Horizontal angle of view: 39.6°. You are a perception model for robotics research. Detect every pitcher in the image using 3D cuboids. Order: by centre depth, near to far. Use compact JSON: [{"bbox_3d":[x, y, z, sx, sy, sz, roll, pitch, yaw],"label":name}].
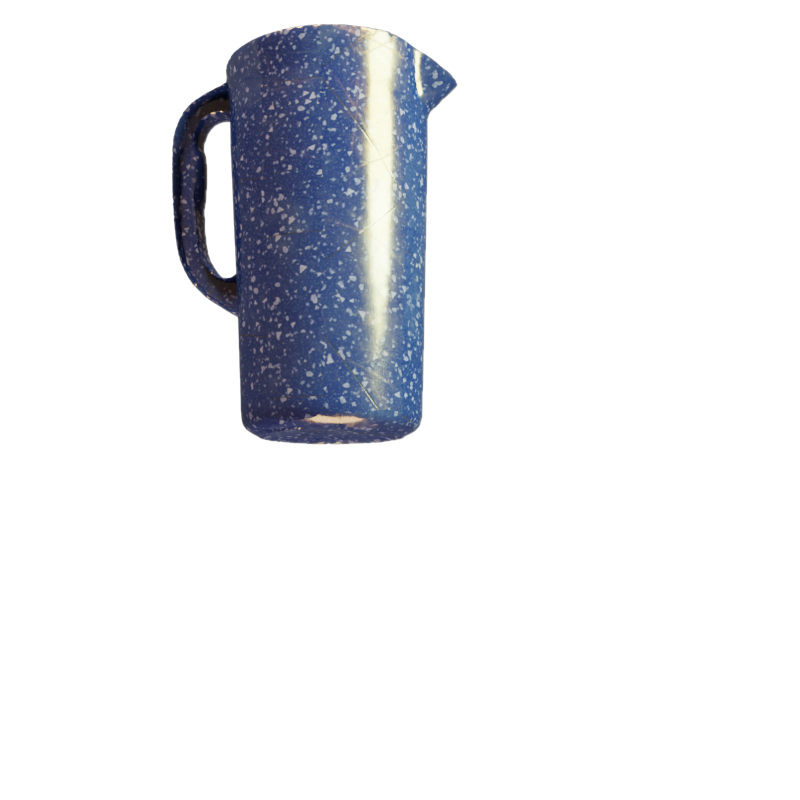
[{"bbox_3d":[-0.054,-0.099,0.693,0.139,0.252,0.150,7,-16,-30],"label":"pitcher"}]
